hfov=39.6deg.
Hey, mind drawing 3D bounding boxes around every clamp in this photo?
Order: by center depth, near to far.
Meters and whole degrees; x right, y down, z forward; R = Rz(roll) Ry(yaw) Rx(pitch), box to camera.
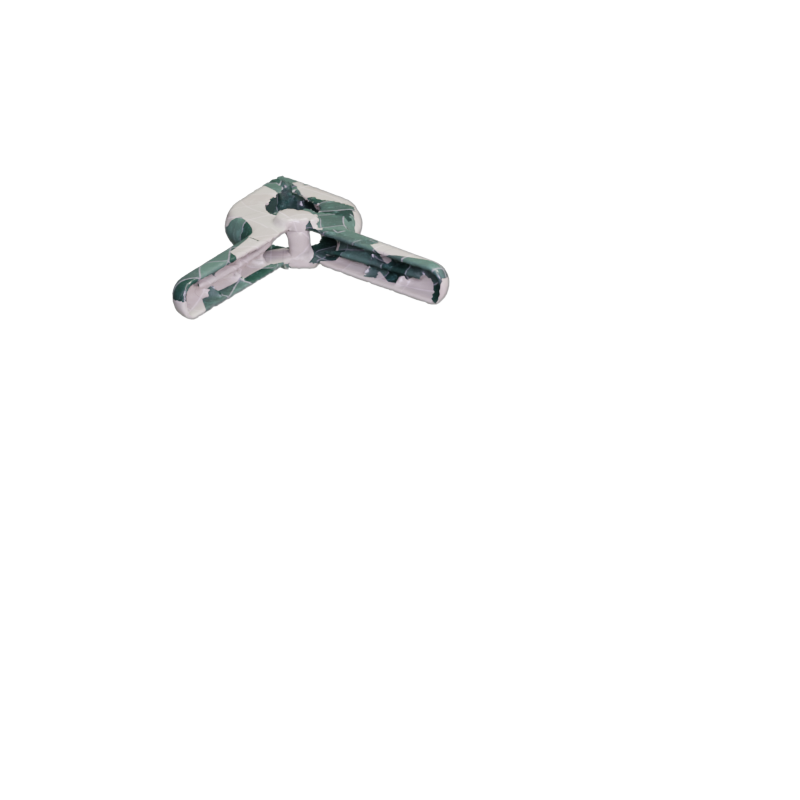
[{"bbox_3d":[-0.058,-0.105,0.738,0.164,0.035,0.221,-1,27,-2],"label":"clamp"}]
